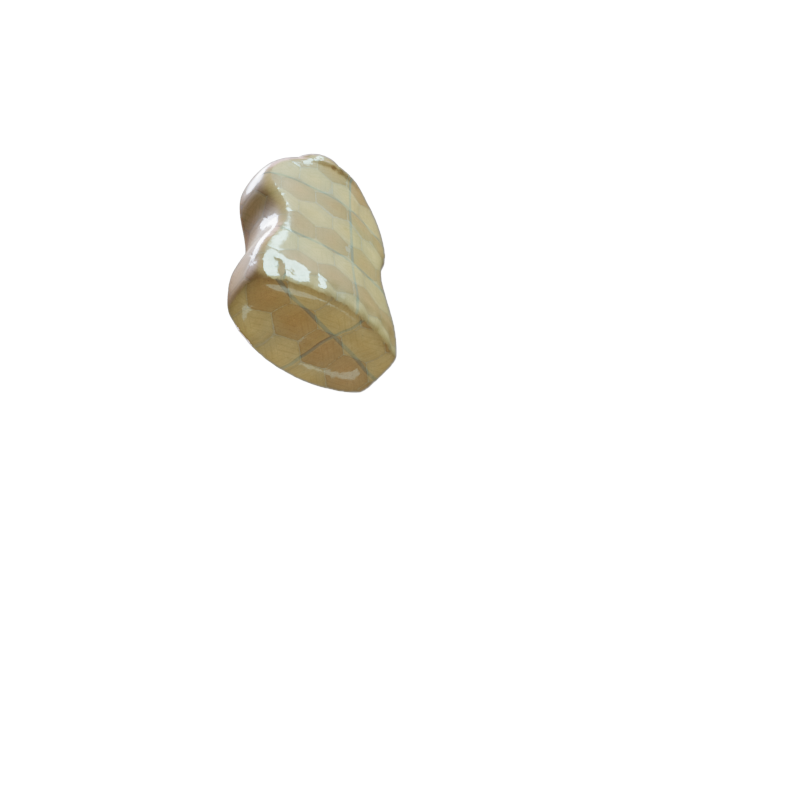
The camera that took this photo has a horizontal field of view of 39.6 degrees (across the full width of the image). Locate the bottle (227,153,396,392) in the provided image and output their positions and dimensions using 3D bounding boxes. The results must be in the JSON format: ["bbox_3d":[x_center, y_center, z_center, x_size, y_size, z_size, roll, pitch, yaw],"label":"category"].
[{"bbox_3d":[-0.052,-0.094,0.663,0.092,0.057,0.205,29,31,-23],"label":"bottle"}]
